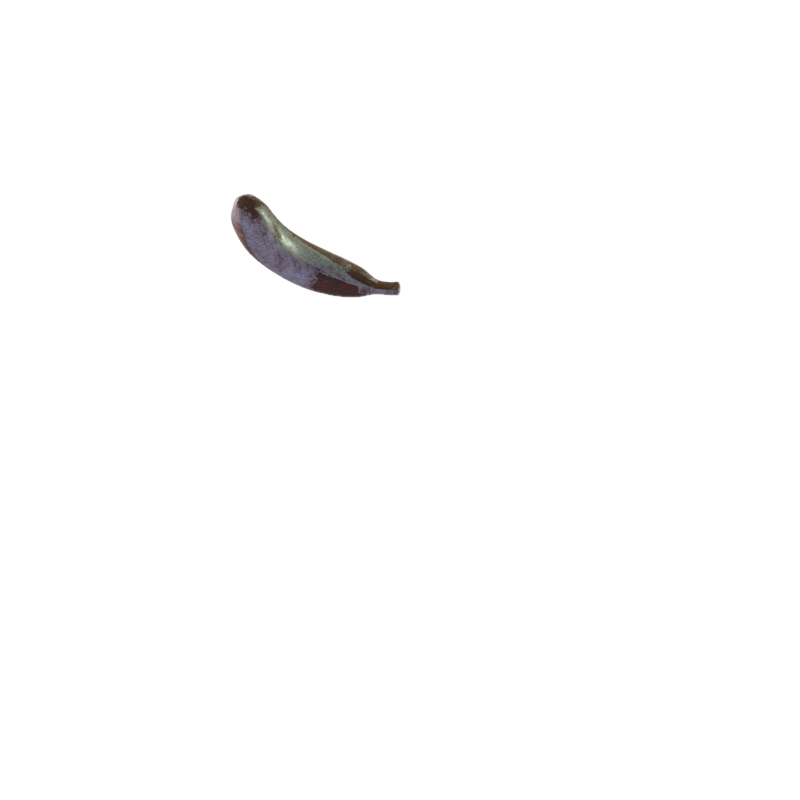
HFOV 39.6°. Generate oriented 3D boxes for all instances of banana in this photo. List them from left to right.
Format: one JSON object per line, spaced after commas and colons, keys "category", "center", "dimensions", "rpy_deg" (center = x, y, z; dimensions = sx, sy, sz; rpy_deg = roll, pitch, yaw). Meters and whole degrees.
{"category": "banana", "center": [-0.084, -0.126, 0.928], "dimensions": [0.070, 0.039, 0.185], "rpy_deg": [-18, -27, 37]}
